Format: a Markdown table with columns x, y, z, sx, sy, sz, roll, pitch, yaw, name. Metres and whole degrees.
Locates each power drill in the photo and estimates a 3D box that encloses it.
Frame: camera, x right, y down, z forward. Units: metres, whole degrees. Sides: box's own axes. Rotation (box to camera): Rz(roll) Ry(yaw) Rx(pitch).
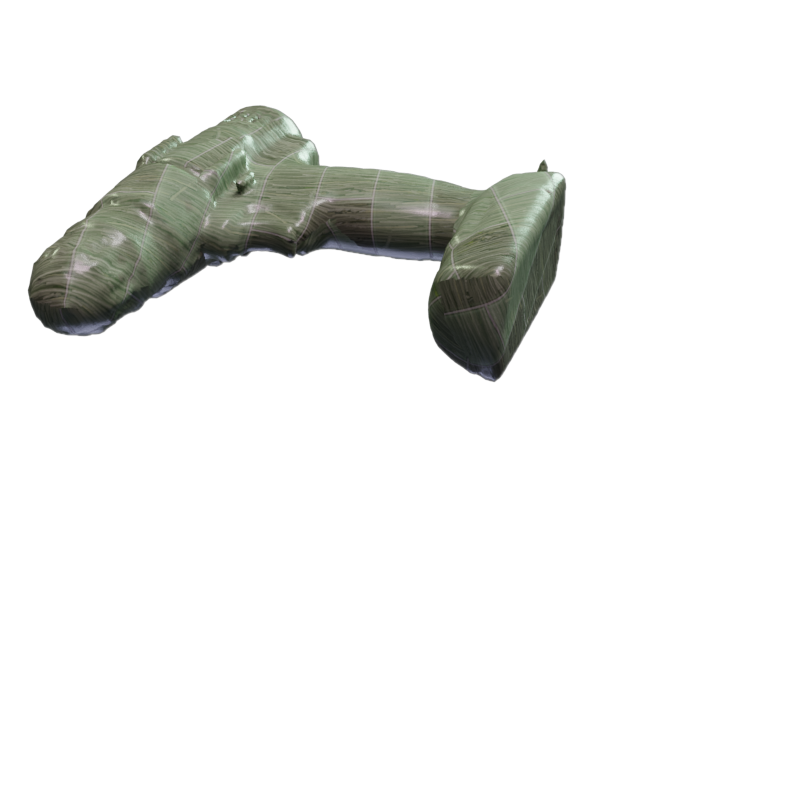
| x | y | z | sx | sy | sz | roll | pitch | yaw | name |
| --- | --- | --- | --- | --- | --- | --- | --- | --- | --- |
| -0.037 | -0.067 | 0.467 | 0.195 | 0.054 | 0.190 | 15 | 38 | 19 | power drill |
